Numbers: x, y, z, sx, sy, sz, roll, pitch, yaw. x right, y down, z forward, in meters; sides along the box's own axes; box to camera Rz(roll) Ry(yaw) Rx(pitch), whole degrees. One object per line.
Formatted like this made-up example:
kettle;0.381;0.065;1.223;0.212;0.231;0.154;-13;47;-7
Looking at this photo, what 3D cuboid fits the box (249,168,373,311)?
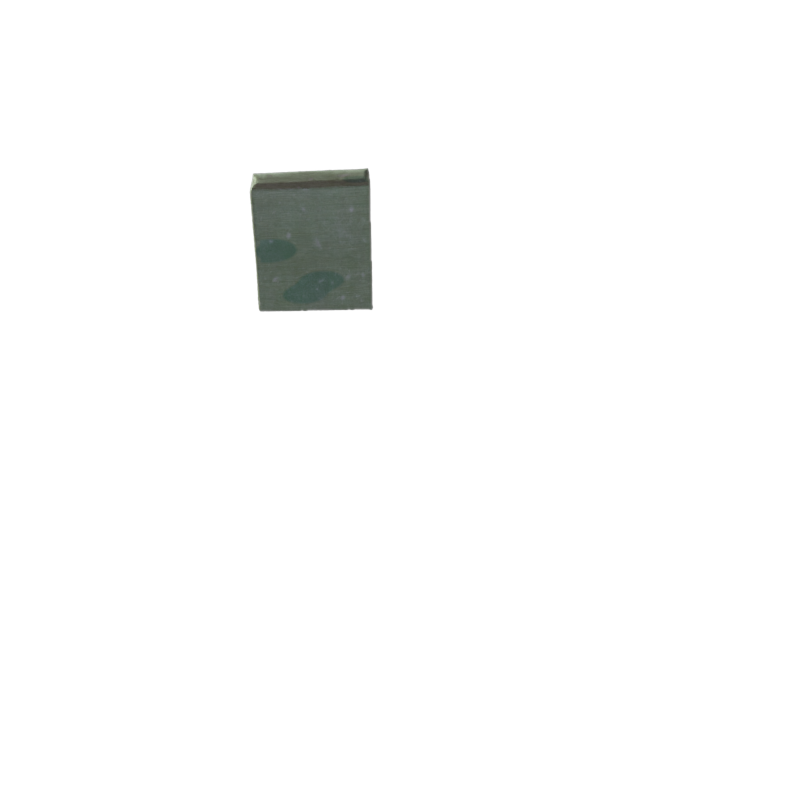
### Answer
box;-0.054;-0.099;0.696;0.073;0.084;0.032;-2;29;0
